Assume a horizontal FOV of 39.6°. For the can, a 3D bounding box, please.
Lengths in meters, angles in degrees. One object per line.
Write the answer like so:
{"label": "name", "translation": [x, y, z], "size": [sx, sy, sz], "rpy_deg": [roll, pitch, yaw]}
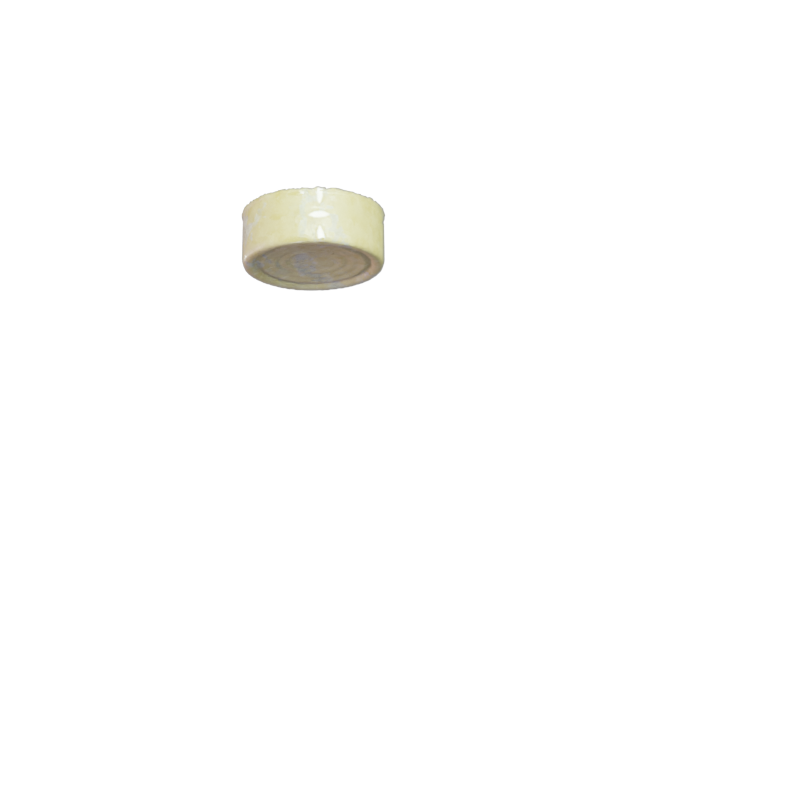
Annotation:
{"label": "can", "translation": [-0.052, -0.094, 0.659], "size": [0.086, 0.035, 0.082], "rpy_deg": [0, -16, -2]}
